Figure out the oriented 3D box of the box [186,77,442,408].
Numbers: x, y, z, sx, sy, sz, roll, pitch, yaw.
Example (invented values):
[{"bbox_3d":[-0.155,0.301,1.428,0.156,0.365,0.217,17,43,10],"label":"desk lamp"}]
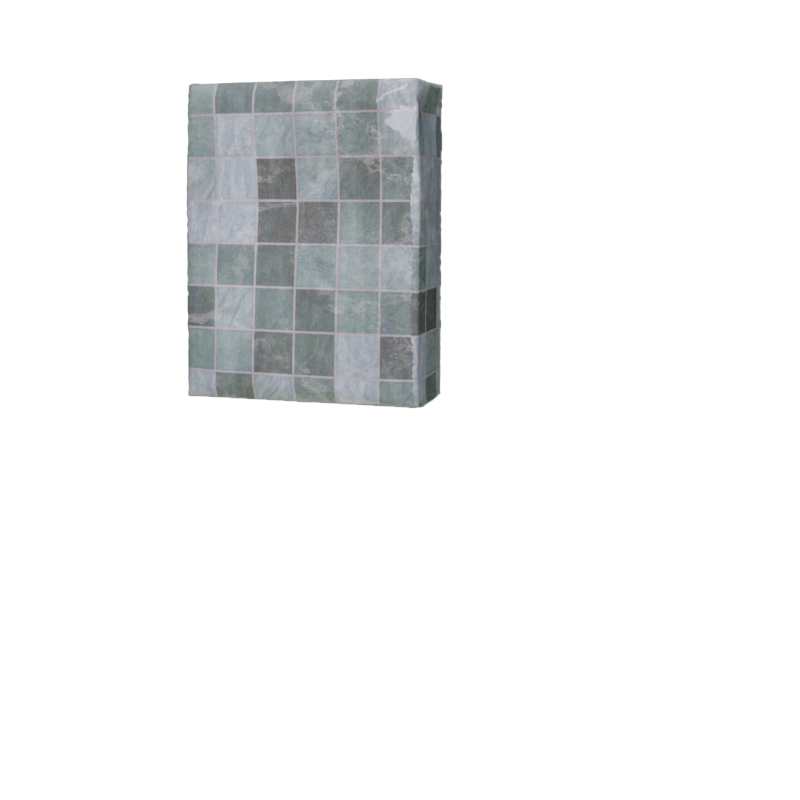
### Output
[{"bbox_3d":[-0.058,-0.107,0.747,0.168,0.212,0.071,2,5,18],"label":"box"}]
